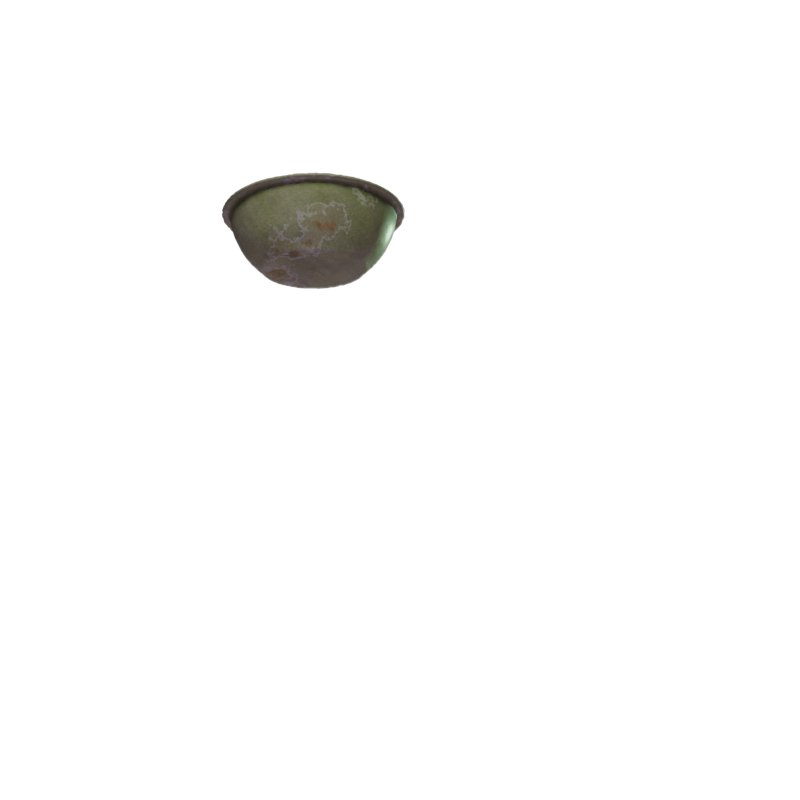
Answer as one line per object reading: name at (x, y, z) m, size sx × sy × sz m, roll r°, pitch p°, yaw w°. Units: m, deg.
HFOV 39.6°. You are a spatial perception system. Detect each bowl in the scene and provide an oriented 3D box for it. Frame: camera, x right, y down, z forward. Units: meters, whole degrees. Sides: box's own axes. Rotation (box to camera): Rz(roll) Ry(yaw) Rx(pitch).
bowl at (-0.076, -0.139, 0.972) m, size 0.162 × 0.058 × 0.155 m, roll 0°, pitch -17°, yaw -2°
